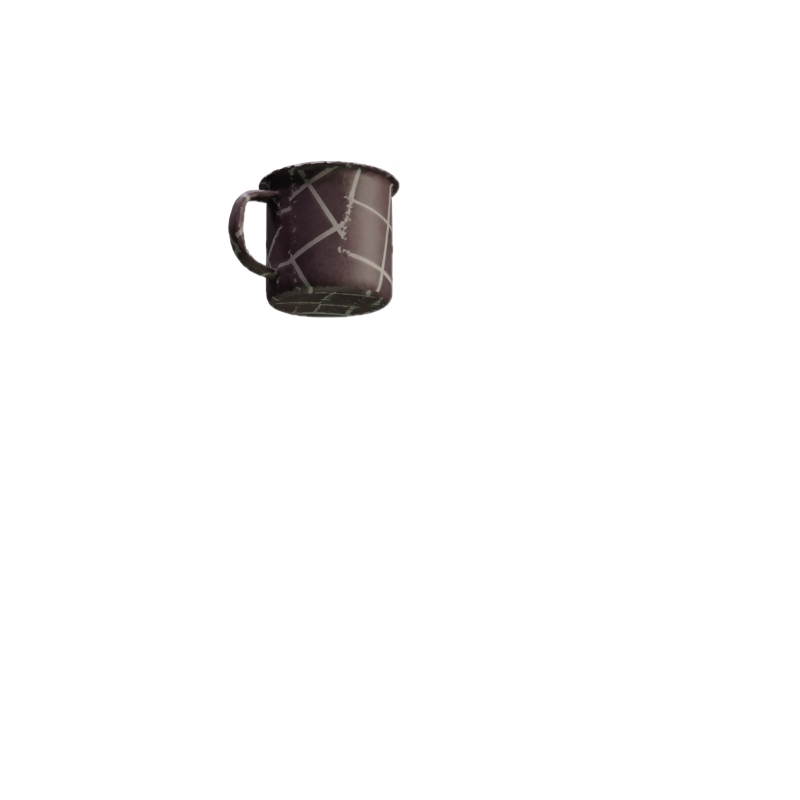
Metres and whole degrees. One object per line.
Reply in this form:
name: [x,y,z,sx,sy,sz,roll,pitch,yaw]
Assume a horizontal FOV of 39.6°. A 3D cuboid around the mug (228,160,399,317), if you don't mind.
mug: [-0.056,-0.102,0.713,0.112,0.084,0.094,7,-15,-33]
